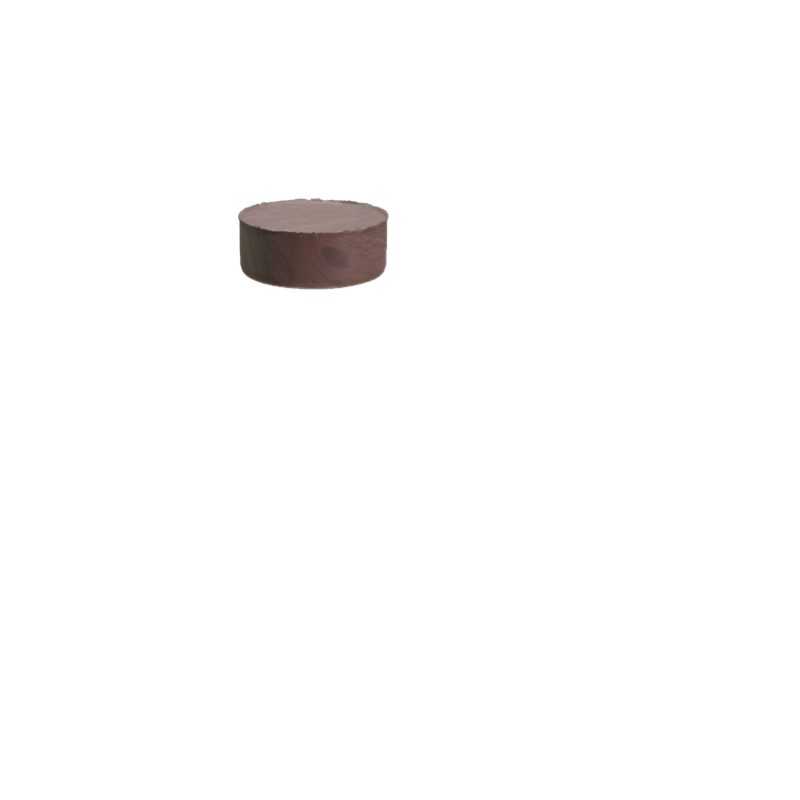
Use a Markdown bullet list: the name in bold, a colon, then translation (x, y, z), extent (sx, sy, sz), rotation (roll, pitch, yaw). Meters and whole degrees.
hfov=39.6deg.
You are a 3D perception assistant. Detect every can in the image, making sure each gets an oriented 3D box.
- **can**: translation (-0.050, -0.091, 0.636), extent (0.086, 0.032, 0.090), rotation (-1, 21, -2)
